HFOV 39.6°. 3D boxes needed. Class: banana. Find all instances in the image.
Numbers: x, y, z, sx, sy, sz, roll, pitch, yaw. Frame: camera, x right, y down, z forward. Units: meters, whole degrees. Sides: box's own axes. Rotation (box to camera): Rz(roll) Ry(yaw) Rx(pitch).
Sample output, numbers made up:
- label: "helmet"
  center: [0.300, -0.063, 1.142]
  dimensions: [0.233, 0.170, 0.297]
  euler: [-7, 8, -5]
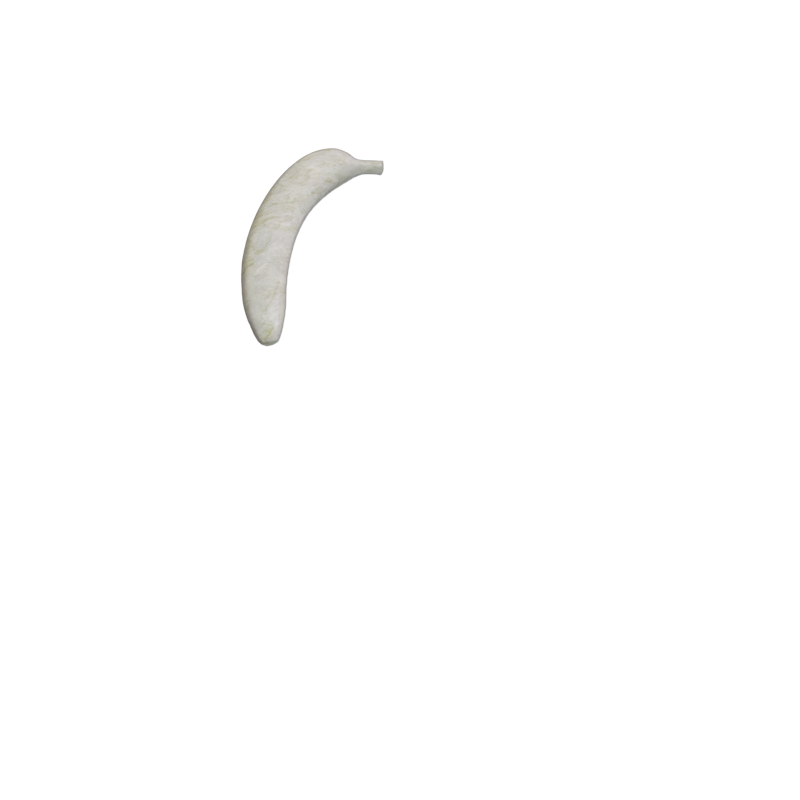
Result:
- label: "banana"
  center: [-0.083, -0.135, 0.876]
  dimensions: [0.071, 0.205, 0.034]
  euler: [22, -28, 11]
